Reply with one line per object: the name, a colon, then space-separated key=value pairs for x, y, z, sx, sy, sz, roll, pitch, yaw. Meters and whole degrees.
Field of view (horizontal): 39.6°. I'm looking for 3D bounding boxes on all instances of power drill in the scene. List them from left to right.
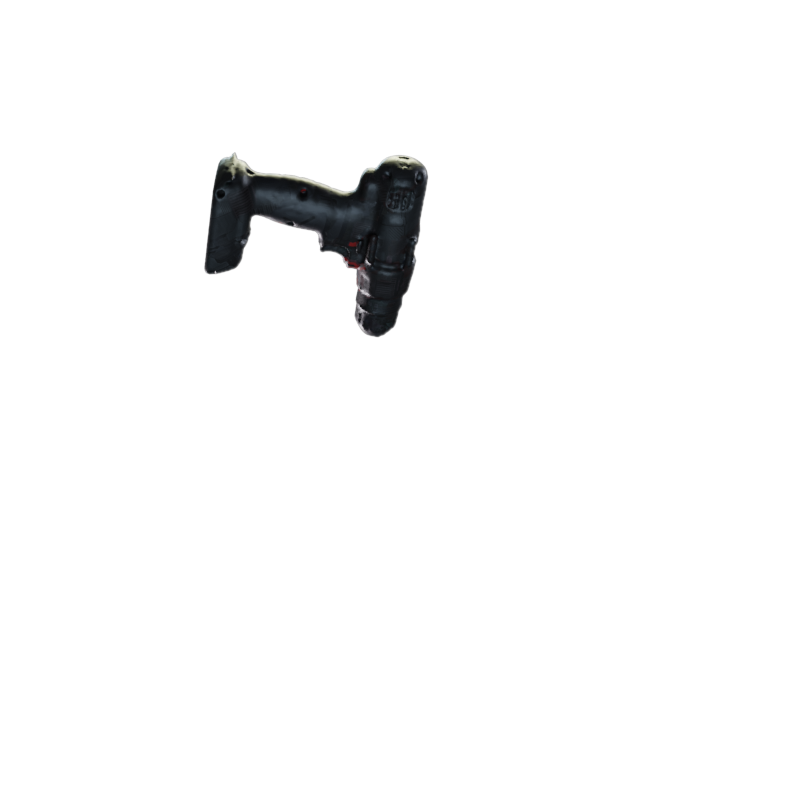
power drill: x=-0.077 y=-0.141 z=0.987 sx=0.186 sy=0.174 sz=0.061 roll=7 pitch=34 yaw=-5
